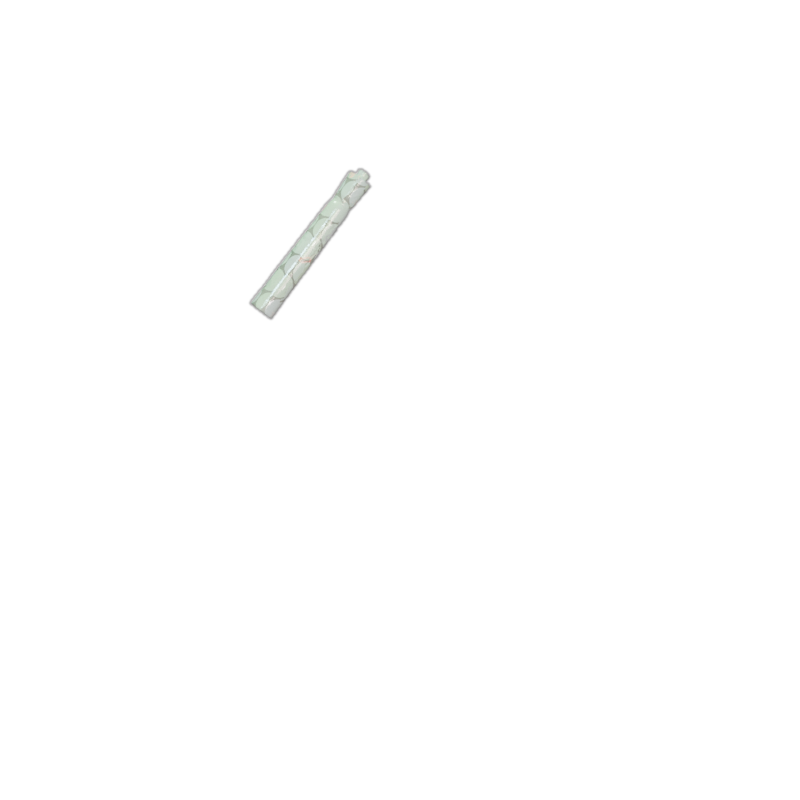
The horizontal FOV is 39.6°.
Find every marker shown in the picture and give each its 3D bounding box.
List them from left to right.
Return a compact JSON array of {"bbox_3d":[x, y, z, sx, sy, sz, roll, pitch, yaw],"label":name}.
[{"bbox_3d":[-0.060,-0.110,0.767,0.020,0.121,0.020,37,-4,-1],"label":"marker"}]
